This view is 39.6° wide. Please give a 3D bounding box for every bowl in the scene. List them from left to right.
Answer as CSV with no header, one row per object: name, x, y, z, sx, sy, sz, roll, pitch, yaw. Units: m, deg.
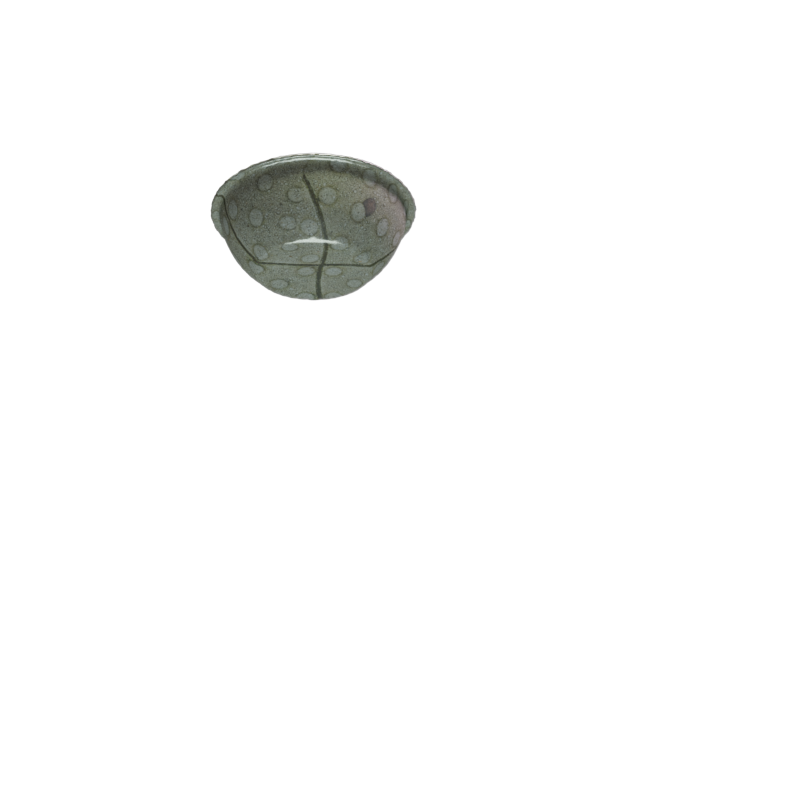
bowl,-0.067,-0.123,0.861,0.162,0.058,0.153,1,-26,-2
